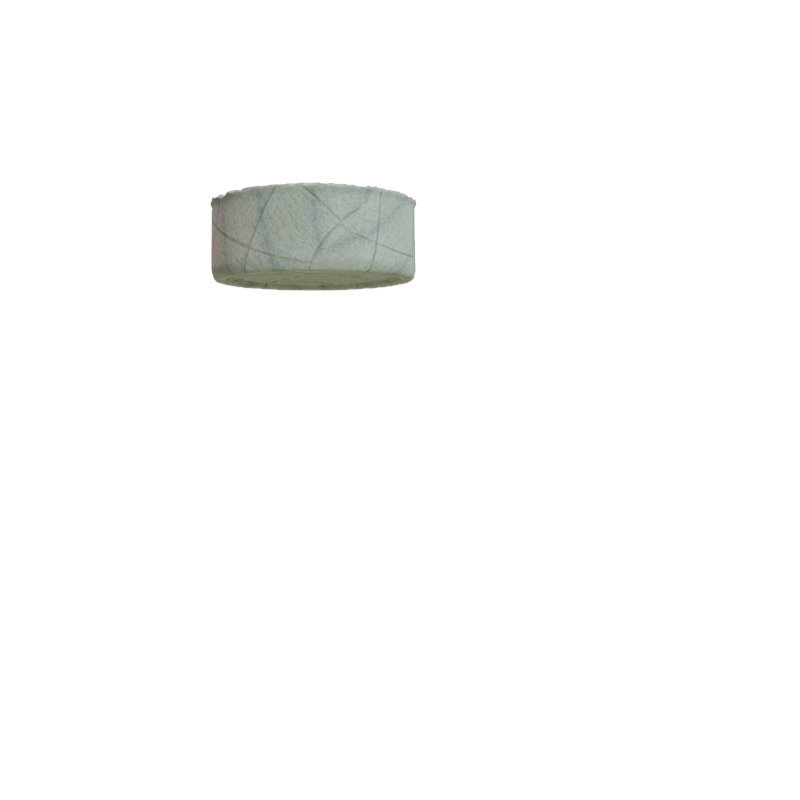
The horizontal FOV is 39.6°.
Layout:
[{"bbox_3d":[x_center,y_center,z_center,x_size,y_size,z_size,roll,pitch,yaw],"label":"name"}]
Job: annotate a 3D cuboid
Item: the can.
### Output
[{"bbox_3d":[-0.036,-0.066,0.462,0.086,0.034,0.085,0,-1,-2],"label":"can"}]
